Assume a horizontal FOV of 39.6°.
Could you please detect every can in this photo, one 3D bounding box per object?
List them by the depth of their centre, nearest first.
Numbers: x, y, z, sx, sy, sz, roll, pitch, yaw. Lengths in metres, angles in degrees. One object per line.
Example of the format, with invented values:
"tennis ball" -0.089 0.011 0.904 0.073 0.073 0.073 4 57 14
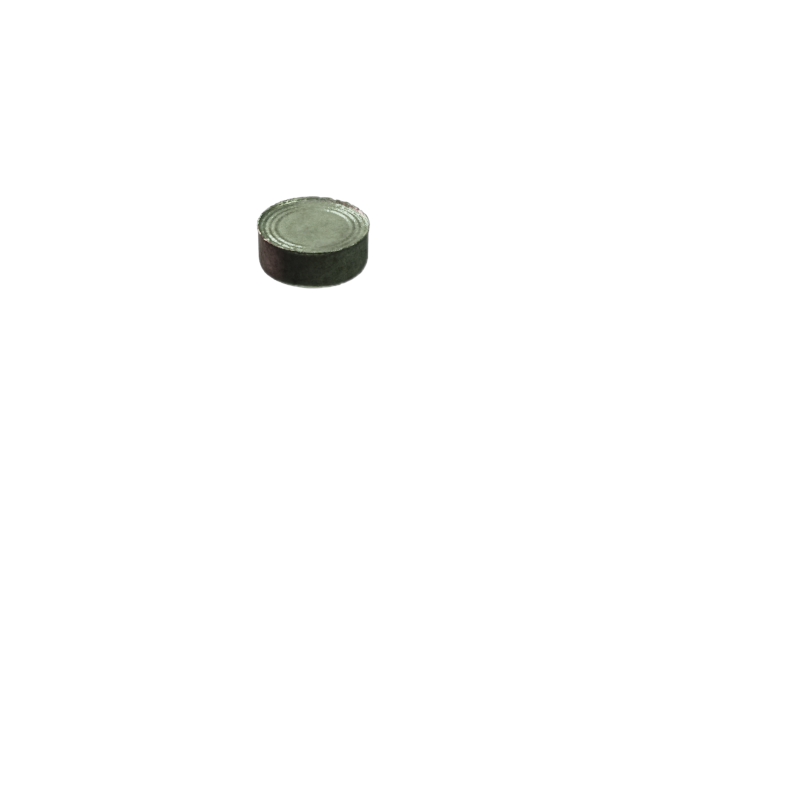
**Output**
"can" -0.066 -0.121 0.846 0.086 0.031 0.092 -1 36 -2
